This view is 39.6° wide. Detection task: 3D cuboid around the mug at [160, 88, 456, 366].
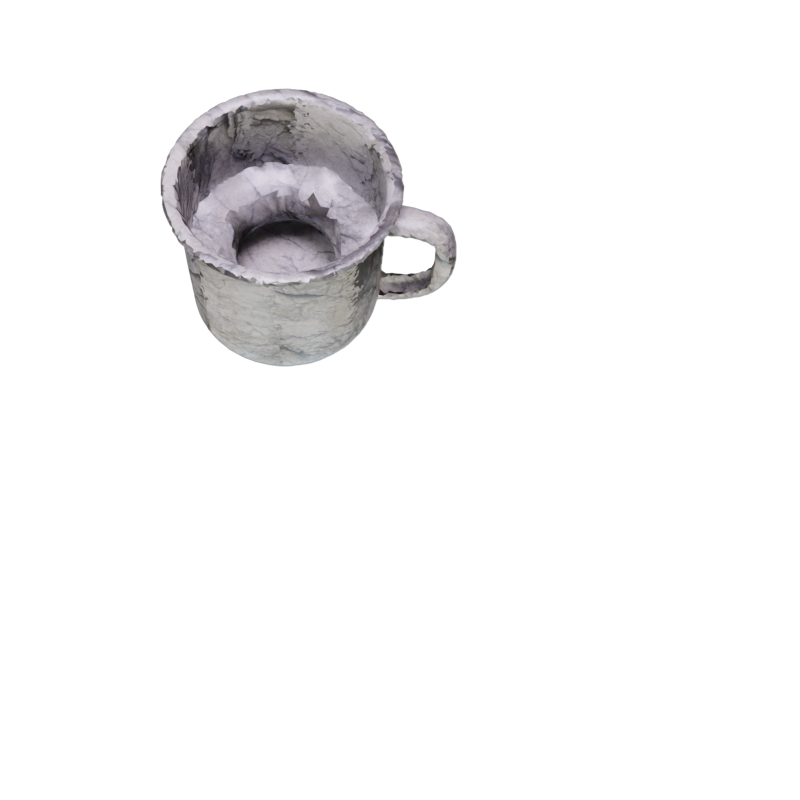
[{"bbox_3d":[-0.036,-0.065,0.455,0.118,0.099,0.076,6,-30,2],"label":"mug"}]
